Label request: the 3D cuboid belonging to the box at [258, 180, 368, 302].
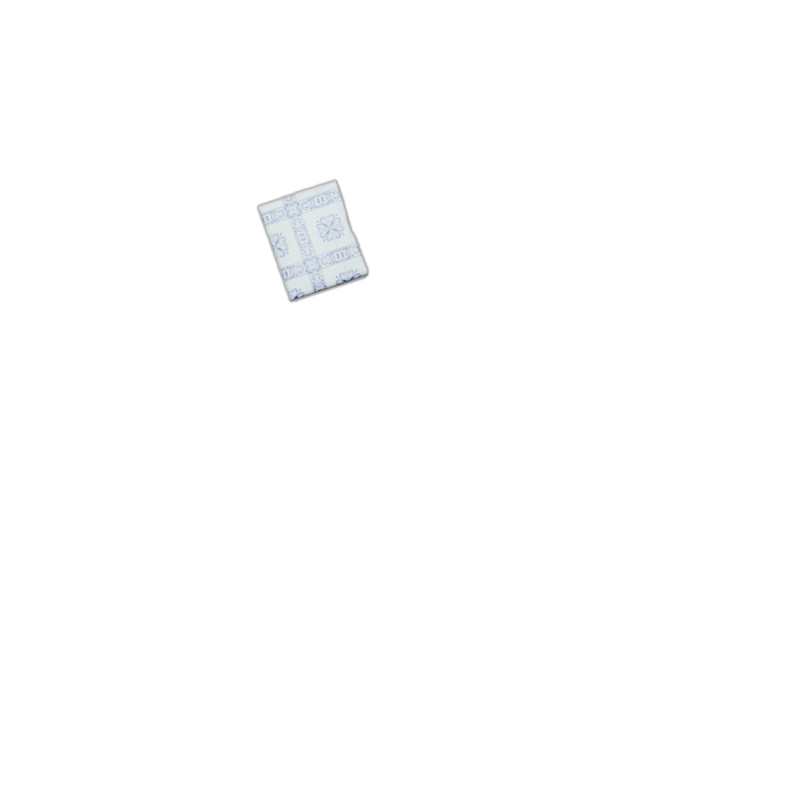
[{"bbox_3d":[-0.076,-0.139,0.971,0.073,0.091,0.030,-19,-6,-3],"label":"box"}]
